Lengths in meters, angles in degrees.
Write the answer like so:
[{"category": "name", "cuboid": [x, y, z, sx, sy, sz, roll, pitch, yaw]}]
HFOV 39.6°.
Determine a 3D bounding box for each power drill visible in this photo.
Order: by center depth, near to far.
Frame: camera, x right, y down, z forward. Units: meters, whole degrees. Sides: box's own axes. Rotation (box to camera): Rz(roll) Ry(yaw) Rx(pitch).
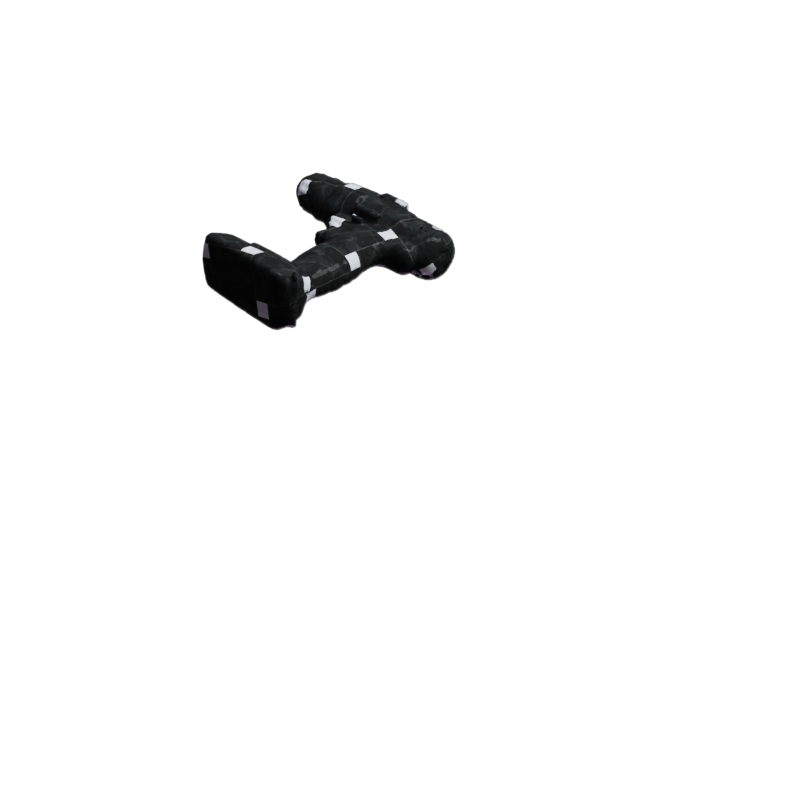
[{"category": "power drill", "cuboid": [-0.075, -0.137, 0.959, 0.187, 0.054, 0.197, -27, 42, -35]}]
